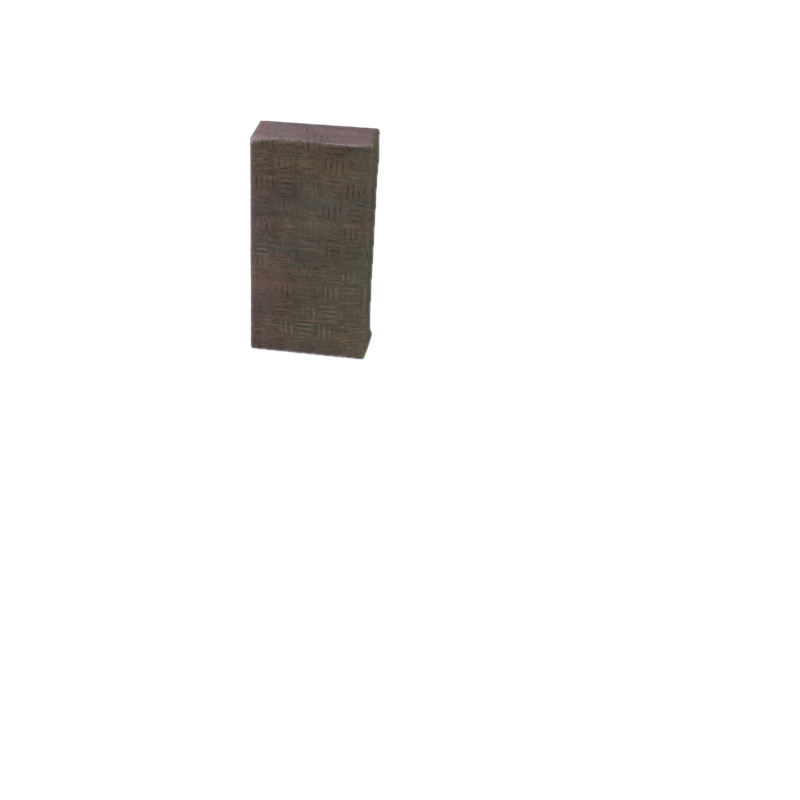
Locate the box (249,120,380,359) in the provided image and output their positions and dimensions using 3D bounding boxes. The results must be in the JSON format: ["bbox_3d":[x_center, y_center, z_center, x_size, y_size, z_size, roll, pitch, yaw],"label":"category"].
[{"bbox_3d":[-0.066,-0.120,0.839,0.094,0.166,0.050,6,29,7],"label":"box"}]
